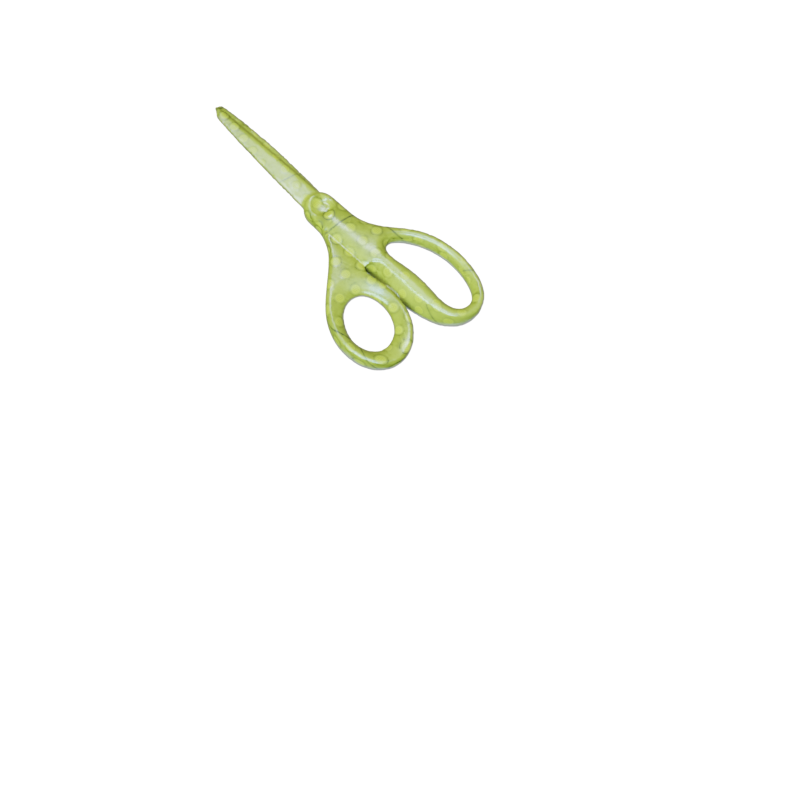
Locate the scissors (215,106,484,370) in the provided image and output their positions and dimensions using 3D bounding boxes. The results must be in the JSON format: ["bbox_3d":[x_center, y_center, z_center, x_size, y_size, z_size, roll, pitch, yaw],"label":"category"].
[{"bbox_3d":[-0.050,-0.090,0.634,0.209,0.098,0.015,31,-23,15],"label":"scissors"}]
